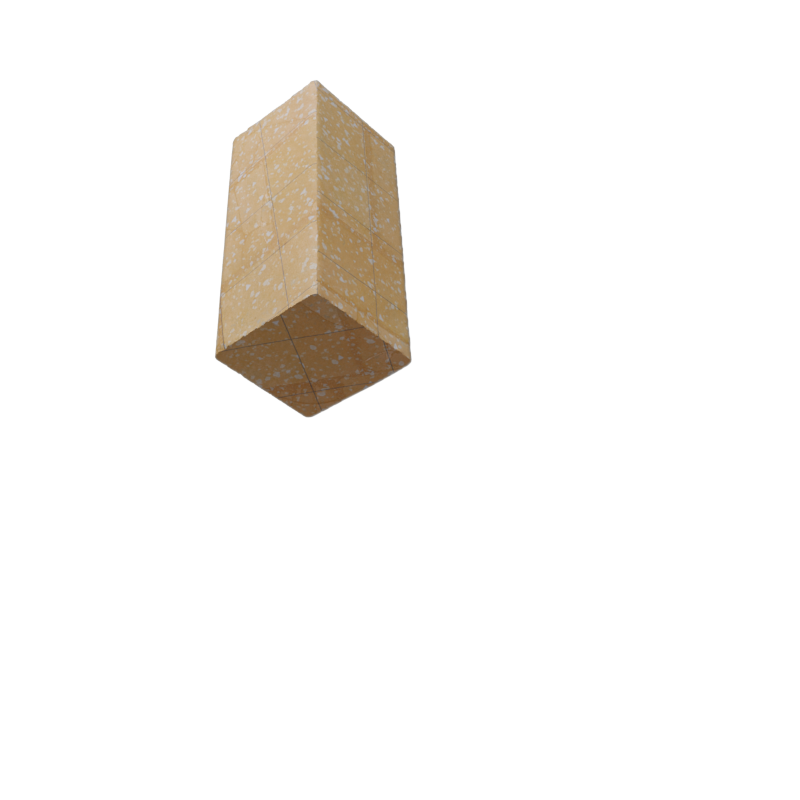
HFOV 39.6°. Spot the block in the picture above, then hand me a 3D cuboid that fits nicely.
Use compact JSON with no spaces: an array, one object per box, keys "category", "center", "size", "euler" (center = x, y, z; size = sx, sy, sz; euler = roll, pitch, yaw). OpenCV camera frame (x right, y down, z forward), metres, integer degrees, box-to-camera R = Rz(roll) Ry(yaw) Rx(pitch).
[{"category":"block","center":[-0.059,-0.107,0.754],"size":[0.090,0.221,0.085],"euler":[-31,-48,28]}]
